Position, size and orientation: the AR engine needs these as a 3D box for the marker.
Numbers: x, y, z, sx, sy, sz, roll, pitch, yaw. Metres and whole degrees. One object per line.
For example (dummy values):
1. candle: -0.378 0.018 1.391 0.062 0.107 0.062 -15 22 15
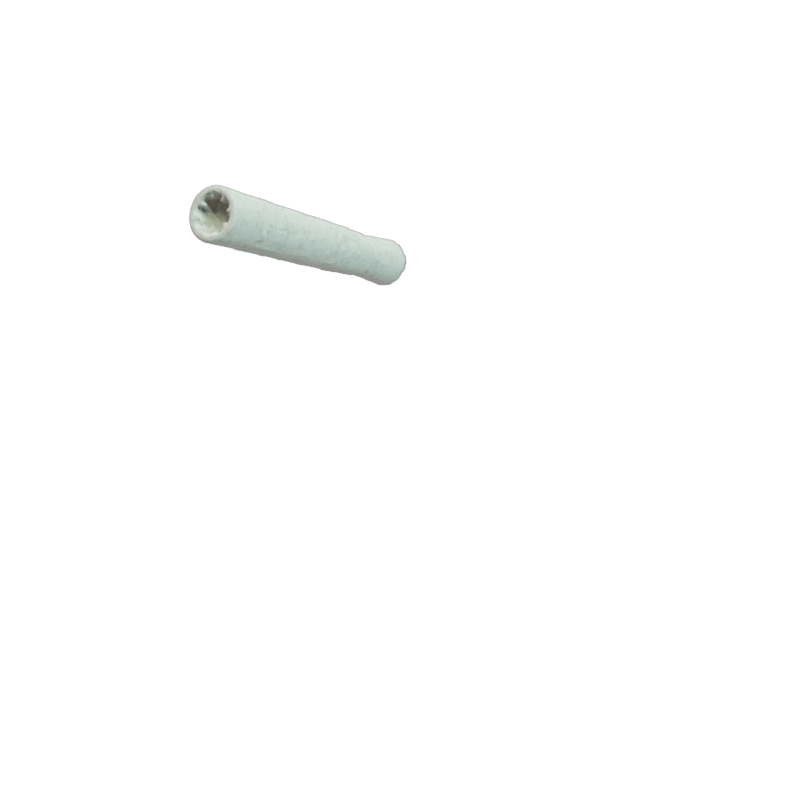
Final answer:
1. marker: -0.031 -0.057 0.398 0.020 0.020 0.115 3 -1 29
